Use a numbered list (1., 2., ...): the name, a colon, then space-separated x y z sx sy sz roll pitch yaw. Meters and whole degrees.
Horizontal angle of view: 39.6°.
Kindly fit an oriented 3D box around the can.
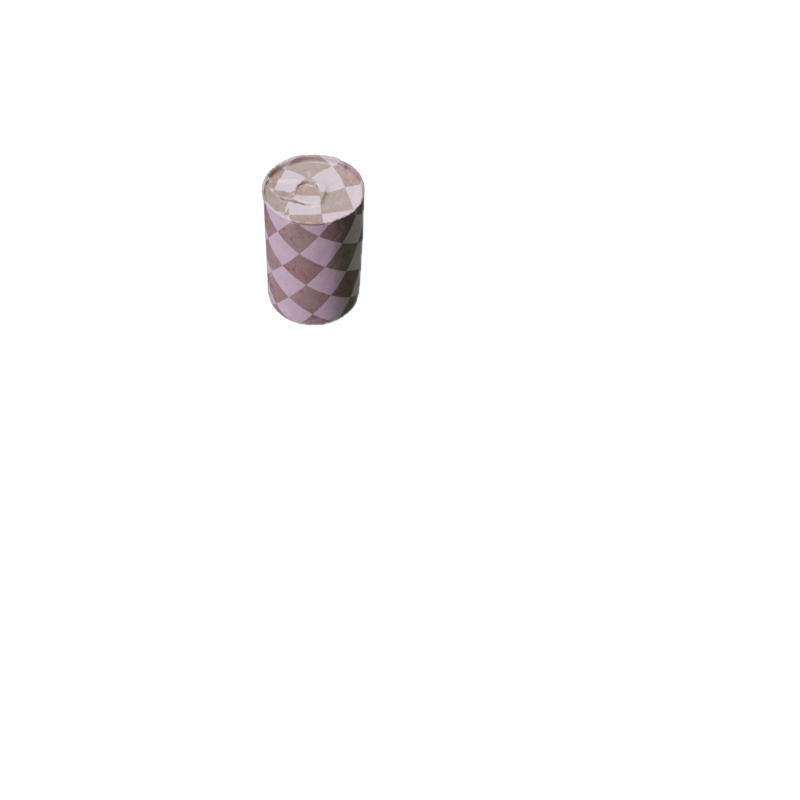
1. can: -0.060 -0.109 0.763 0.068 0.074 0.095 0 -41 -3
